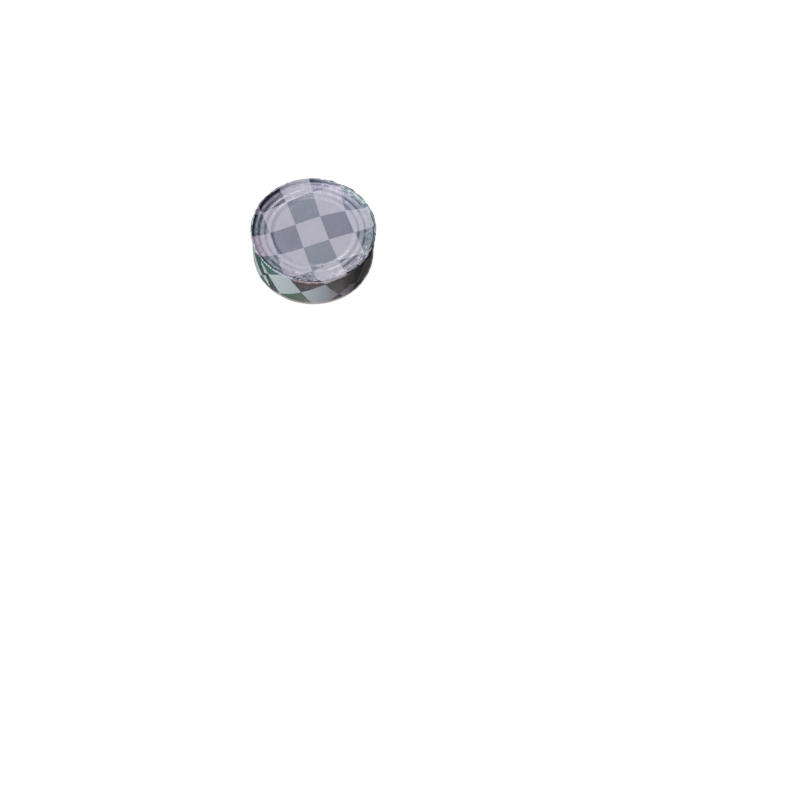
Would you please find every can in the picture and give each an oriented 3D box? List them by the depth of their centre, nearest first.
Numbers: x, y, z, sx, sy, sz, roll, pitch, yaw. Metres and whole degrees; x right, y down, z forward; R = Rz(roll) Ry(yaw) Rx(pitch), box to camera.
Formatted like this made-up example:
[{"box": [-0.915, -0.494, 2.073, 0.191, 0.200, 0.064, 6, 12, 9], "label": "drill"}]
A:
[{"box": [-0.060, -0.109, 0.767, 0.086, 0.092, 0.031, -1, -32, -1], "label": "can"}]
